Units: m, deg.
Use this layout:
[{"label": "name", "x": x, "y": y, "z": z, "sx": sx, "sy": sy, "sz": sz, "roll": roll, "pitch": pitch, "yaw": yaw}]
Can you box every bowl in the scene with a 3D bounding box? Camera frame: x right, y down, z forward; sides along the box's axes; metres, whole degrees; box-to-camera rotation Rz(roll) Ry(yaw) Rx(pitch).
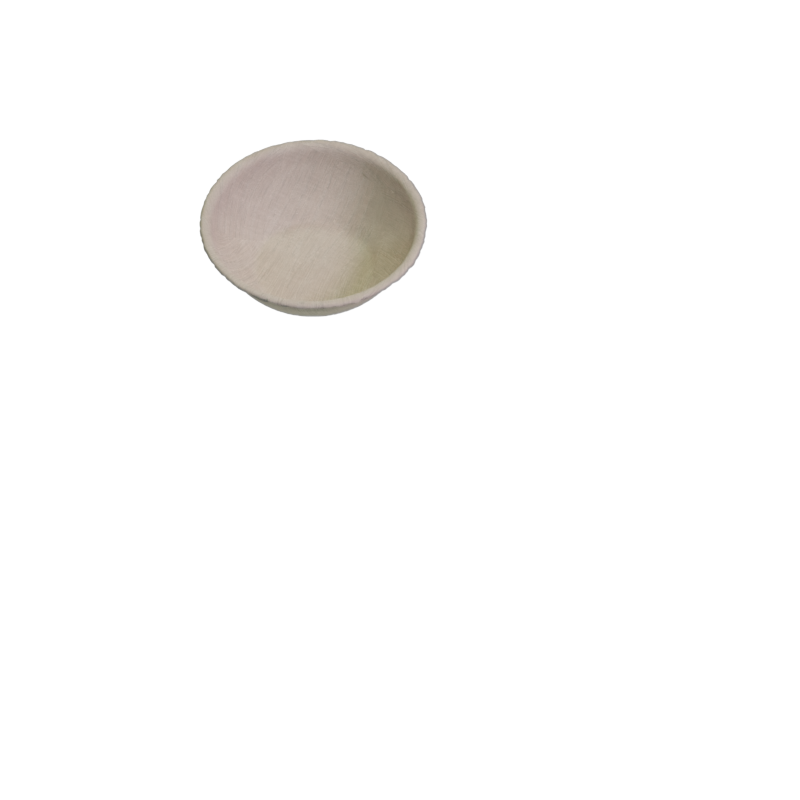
[{"label": "bowl", "x": -0.063, "y": -0.115, "z": 0.805, "sx": 0.162, "sy": 0.174, "sz": 0.051, "roll": -1, "pitch": -38, "yaw": -1}]
